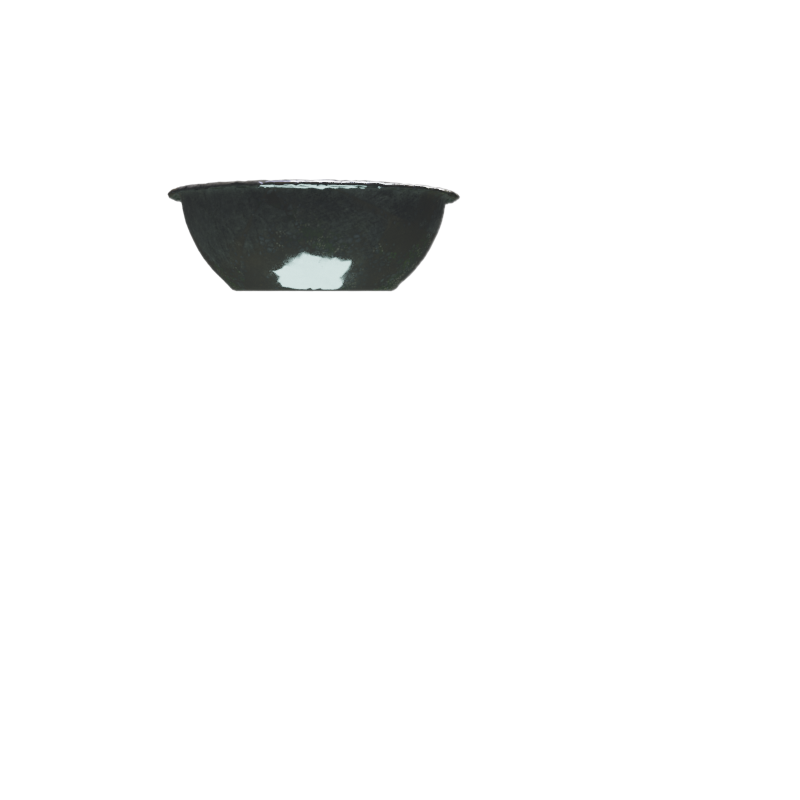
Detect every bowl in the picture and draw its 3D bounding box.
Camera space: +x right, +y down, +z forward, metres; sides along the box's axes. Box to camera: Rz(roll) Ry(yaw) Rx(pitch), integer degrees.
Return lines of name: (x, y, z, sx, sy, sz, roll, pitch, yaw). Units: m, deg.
bowl: (-0.048, -0.088, 0.618, 0.162, 0.055, 0.163, 0, 5, -2)
